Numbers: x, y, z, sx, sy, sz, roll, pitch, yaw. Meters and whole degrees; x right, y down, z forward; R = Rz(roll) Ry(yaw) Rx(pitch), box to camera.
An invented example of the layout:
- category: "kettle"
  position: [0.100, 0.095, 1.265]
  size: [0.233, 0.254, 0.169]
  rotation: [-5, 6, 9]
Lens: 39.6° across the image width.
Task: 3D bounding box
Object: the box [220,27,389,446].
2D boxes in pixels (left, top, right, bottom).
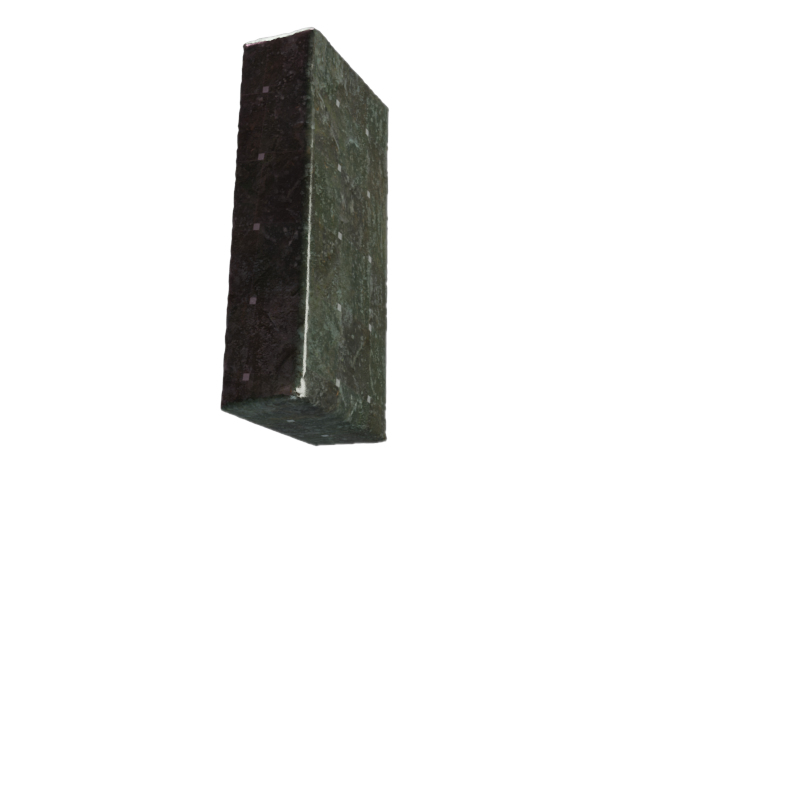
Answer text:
- category: "box"
  position: [-0.041, -0.074, 0.521]
  size: [0.049, 0.185, 0.087]
  rotation: [-10, -21, 22]
